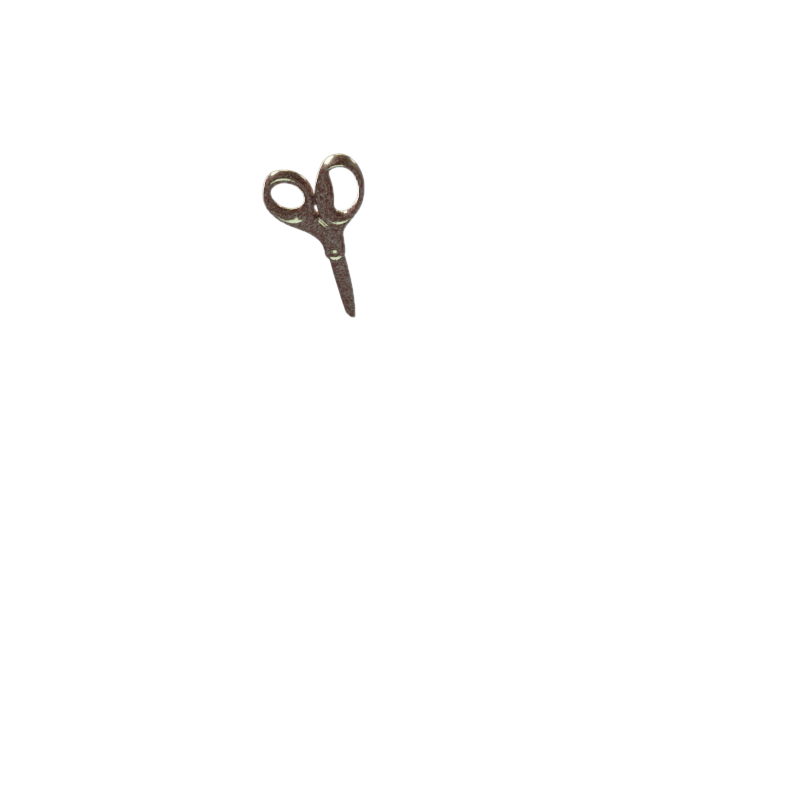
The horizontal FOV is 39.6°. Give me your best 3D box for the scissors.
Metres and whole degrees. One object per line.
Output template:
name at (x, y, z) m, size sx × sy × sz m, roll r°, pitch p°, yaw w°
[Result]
scissors at (-0.077, -0.141, 0.987) m, size 0.095 × 0.017 × 0.189 m, roll 5°, pitch -40°, yaw -6°
